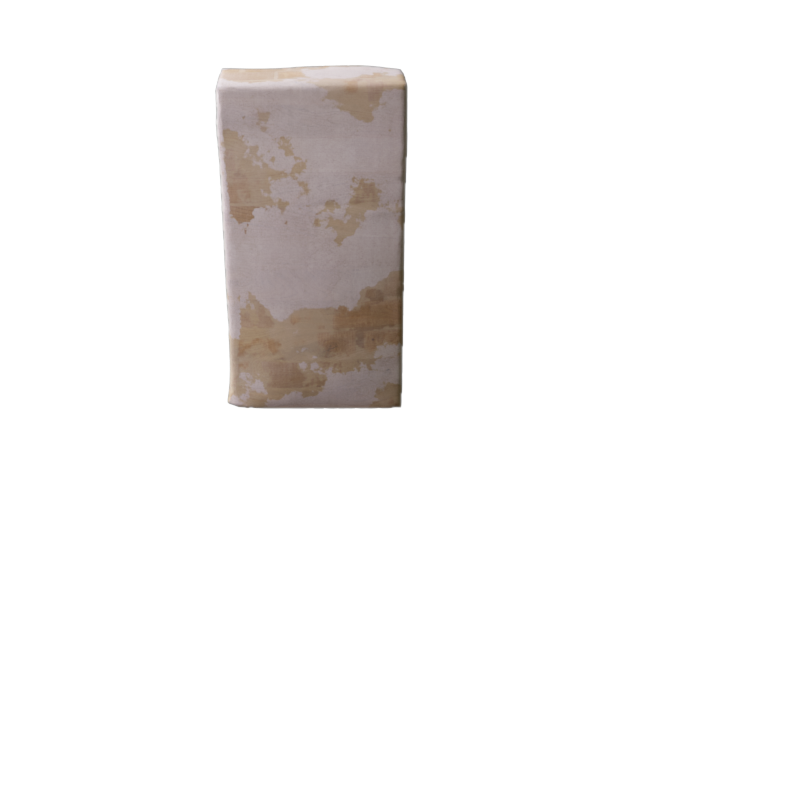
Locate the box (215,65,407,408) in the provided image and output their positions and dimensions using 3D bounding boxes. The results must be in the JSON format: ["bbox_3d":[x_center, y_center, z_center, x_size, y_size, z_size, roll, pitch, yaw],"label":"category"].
[{"bbox_3d":[-0.044,-0.081,0.568,0.093,0.168,0.050,1,21,-2],"label":"box"}]
